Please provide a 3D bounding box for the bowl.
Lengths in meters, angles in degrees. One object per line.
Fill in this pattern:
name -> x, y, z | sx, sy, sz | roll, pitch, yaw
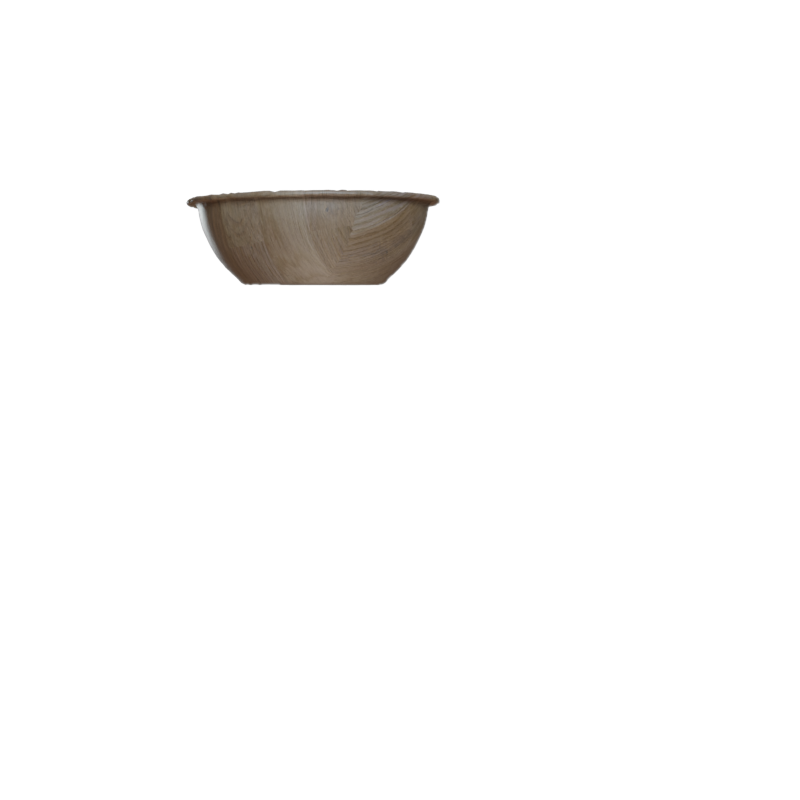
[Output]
bowl -> -0.055, -0.101, 0.707 | 0.162, 0.055, 0.163 | 0, 5, -2
